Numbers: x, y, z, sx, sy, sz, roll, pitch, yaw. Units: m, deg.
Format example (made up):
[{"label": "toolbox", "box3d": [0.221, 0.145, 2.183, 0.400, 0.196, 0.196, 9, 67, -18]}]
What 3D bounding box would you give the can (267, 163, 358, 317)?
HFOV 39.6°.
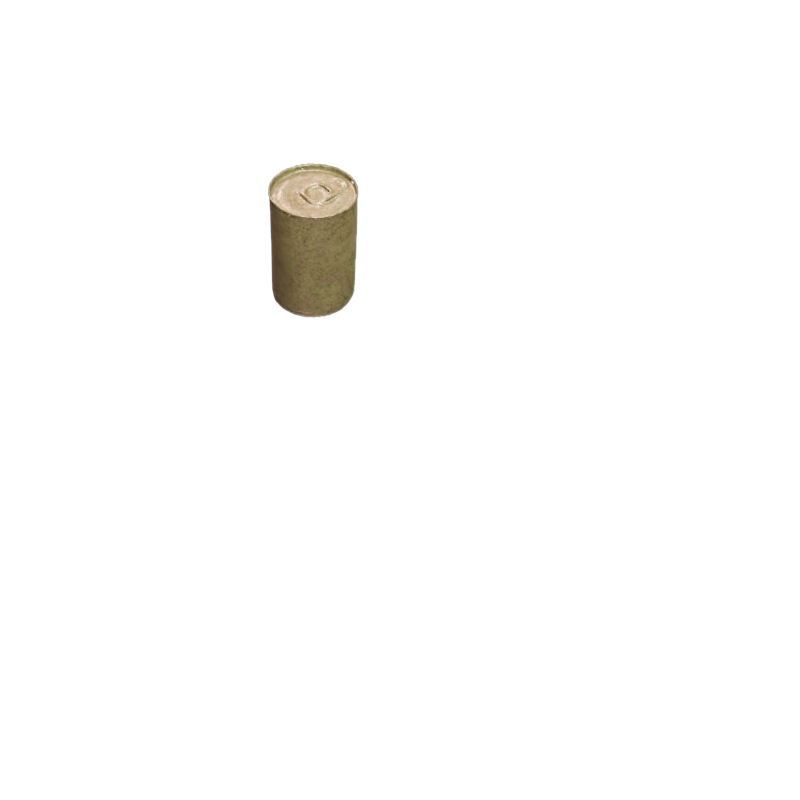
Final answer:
[{"label": "can", "box3d": [-0.067, -0.123, 0.861, 0.068, 0.095, 0.074, 0, 43, -3]}]
